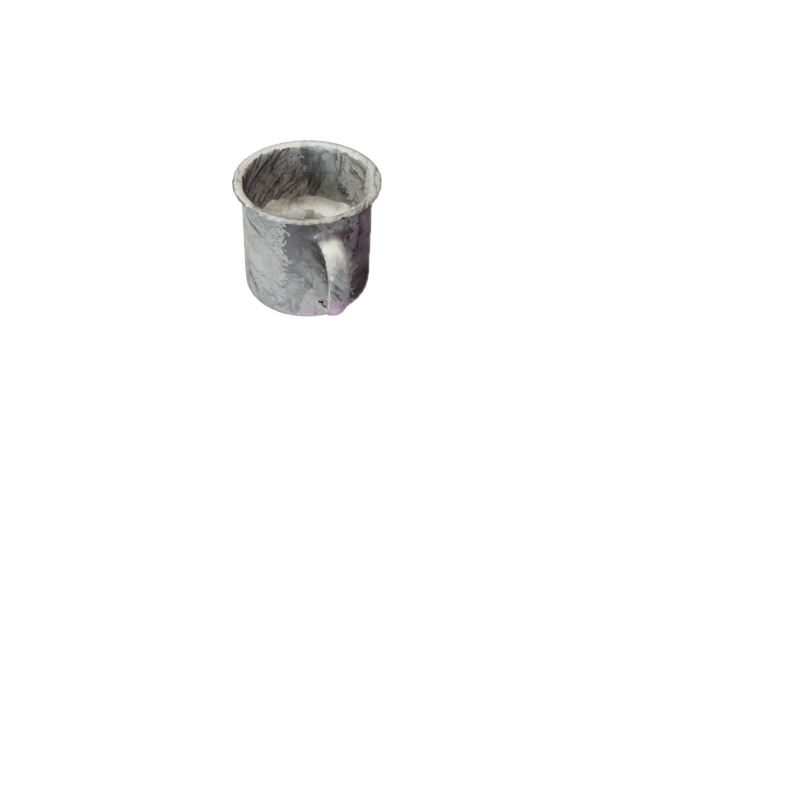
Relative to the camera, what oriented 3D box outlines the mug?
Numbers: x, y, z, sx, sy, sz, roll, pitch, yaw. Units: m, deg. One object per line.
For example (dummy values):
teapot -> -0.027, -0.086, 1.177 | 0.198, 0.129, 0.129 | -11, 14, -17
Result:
mug -> -0.055, -0.100, 0.702 | 0.092, 0.076, 0.127 | -13, 43, -17
